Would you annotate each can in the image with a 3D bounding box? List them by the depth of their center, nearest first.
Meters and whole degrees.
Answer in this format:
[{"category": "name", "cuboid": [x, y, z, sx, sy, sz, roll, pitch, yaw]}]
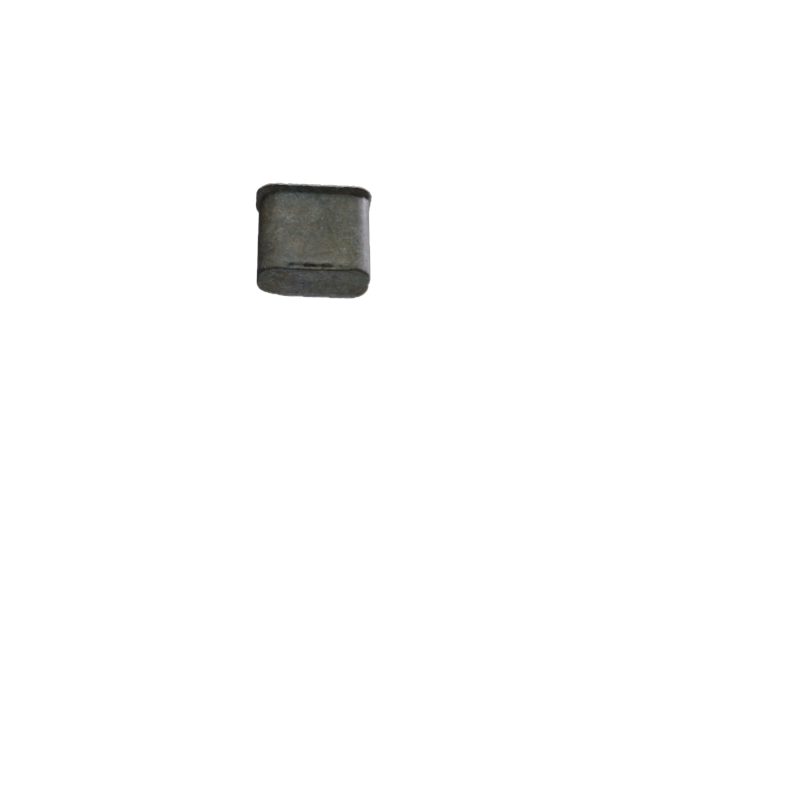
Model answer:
[{"category": "can", "cuboid": [-0.075, -0.137, 0.962, 0.101, 0.089, 0.055, 1, -26, -5]}]
